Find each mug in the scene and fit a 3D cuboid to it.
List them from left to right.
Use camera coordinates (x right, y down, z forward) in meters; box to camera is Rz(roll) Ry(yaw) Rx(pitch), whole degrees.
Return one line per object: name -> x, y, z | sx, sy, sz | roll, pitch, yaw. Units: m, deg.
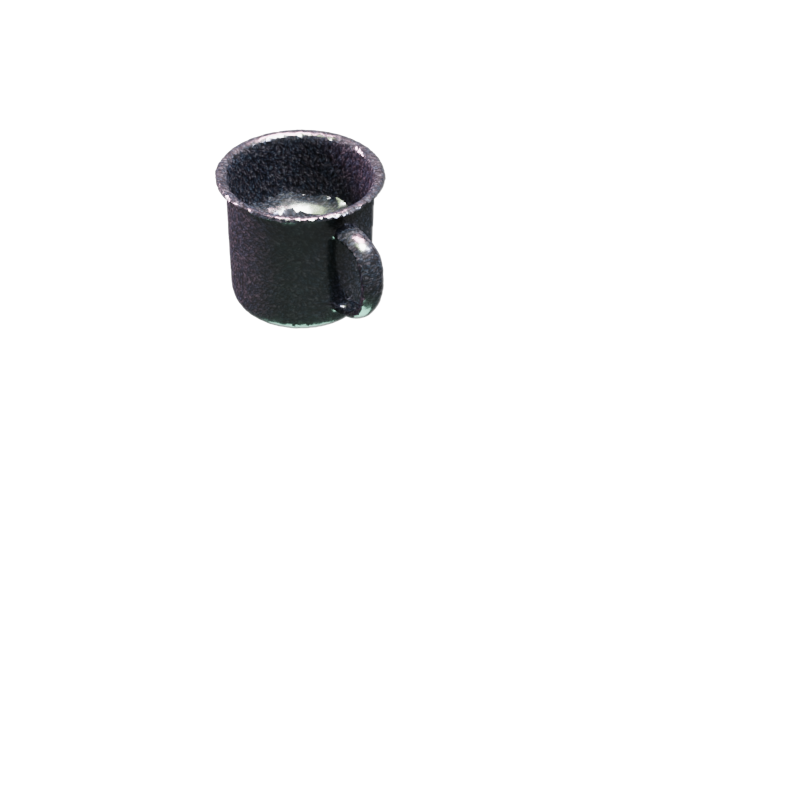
mug -> -0.049, -0.089, 0.622 | 0.093, 0.076, 0.126 | -27, 48, -29
